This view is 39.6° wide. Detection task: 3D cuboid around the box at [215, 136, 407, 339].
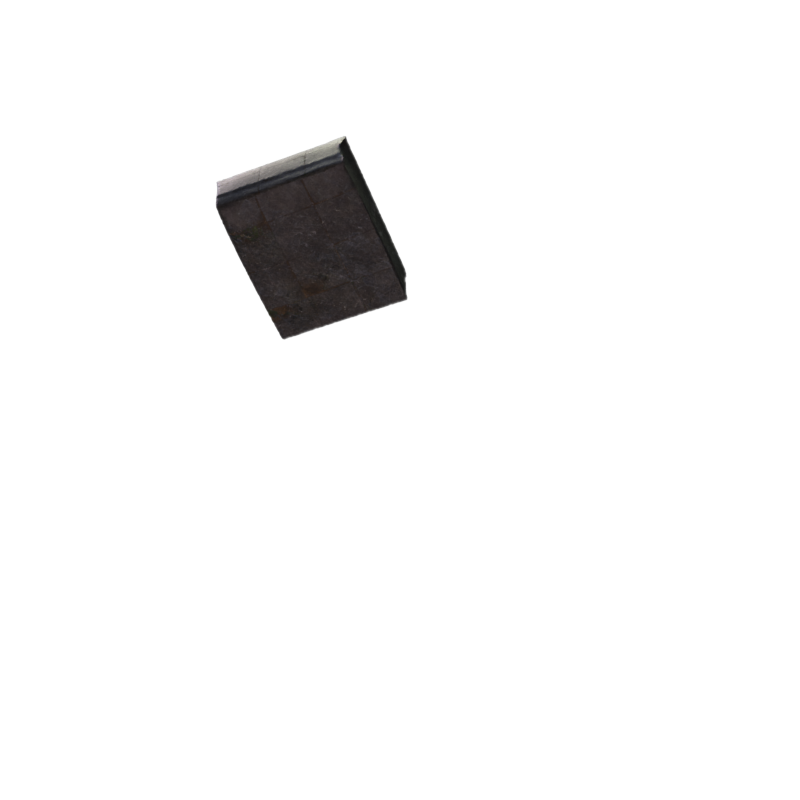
[{"bbox_3d":[-0.055,-0.101,0.707,0.090,0.105,0.042,-18,34,12],"label":"box"}]
